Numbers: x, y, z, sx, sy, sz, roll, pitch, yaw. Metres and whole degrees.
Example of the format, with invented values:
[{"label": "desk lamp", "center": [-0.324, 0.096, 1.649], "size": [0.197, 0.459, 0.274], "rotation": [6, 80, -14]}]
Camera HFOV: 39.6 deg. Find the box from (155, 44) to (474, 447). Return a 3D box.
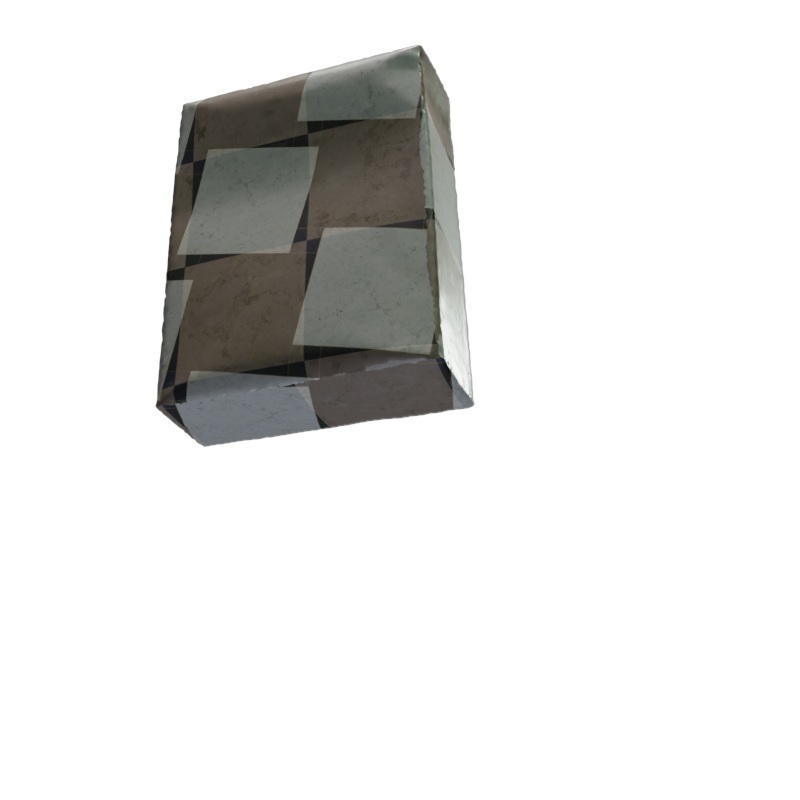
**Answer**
[{"label": "box", "center": [-0.051, -0.093, 0.650], "size": [0.166, 0.227, 0.066], "rotation": [-10, -30, 16]}]
